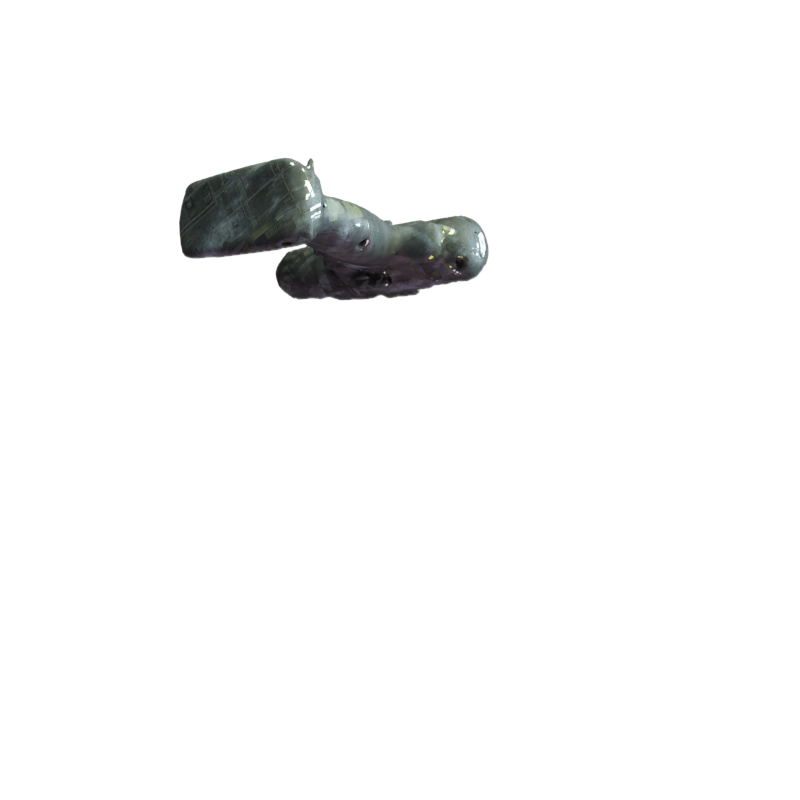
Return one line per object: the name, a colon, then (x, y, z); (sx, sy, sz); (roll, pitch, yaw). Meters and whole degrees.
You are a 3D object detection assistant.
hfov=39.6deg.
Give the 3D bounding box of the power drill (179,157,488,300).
power drill: (-0.060, -0.110, 0.768); (0.189, 0.059, 0.178); (-6, -9, 39)
